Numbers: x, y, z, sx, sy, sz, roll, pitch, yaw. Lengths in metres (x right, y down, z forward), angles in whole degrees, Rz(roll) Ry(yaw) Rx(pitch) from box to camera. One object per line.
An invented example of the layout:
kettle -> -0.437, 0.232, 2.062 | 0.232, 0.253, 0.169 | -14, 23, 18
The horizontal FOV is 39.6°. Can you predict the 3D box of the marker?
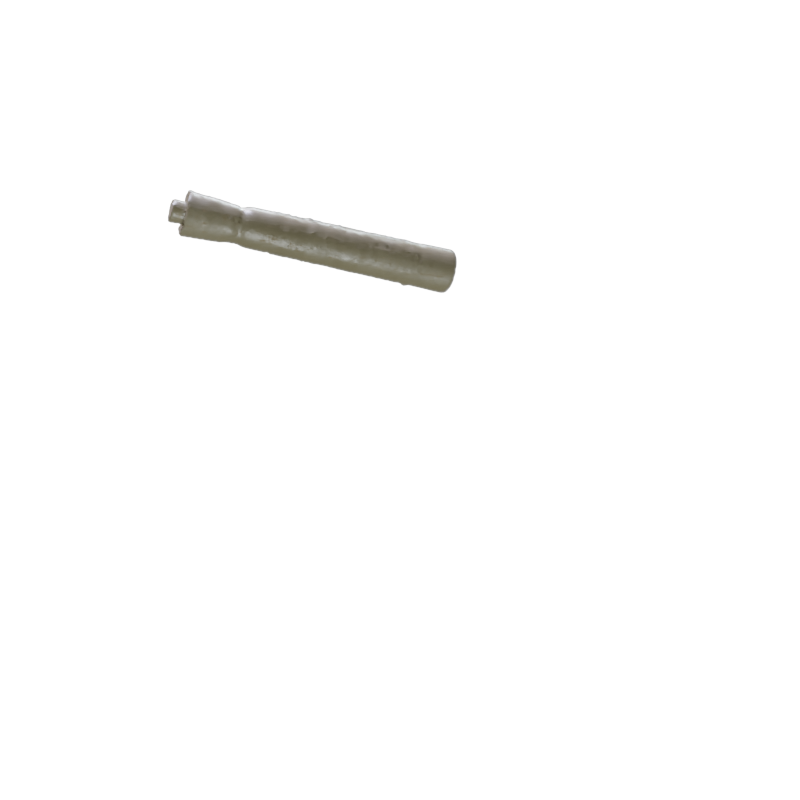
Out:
marker -> -0.036, -0.066, 0.459 | 0.118, 0.020, 0.020 | 11, 1, -13
